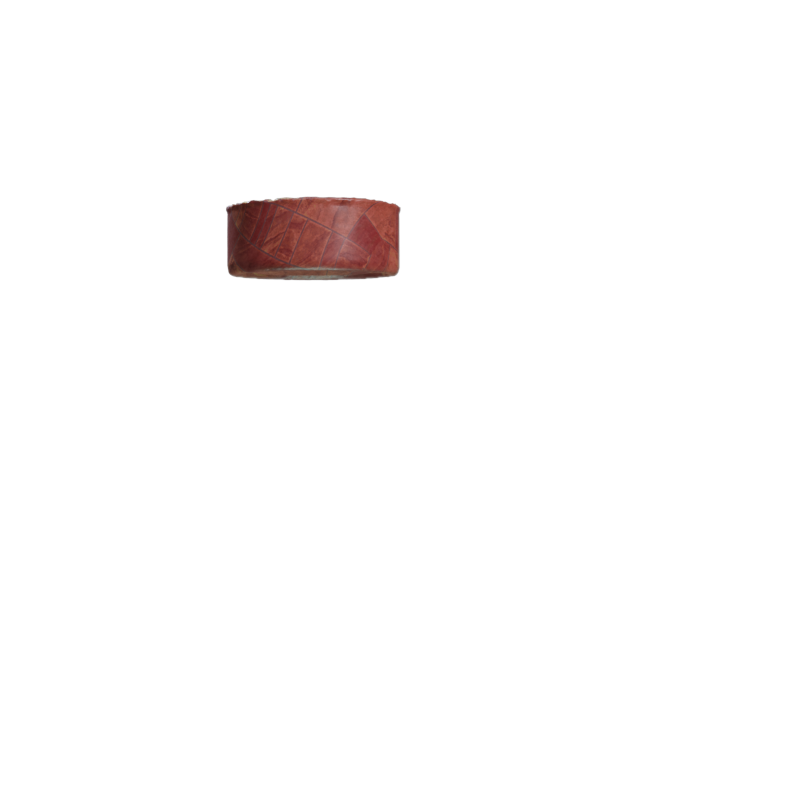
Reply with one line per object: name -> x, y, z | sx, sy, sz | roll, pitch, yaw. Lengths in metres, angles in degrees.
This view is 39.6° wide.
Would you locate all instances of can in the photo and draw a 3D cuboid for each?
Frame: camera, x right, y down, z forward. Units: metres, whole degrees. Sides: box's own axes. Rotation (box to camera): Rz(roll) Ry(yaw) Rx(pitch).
can -> -0.042, -0.077, 0.543 | 0.086, 0.034, 0.086 | 0, 2, -2
